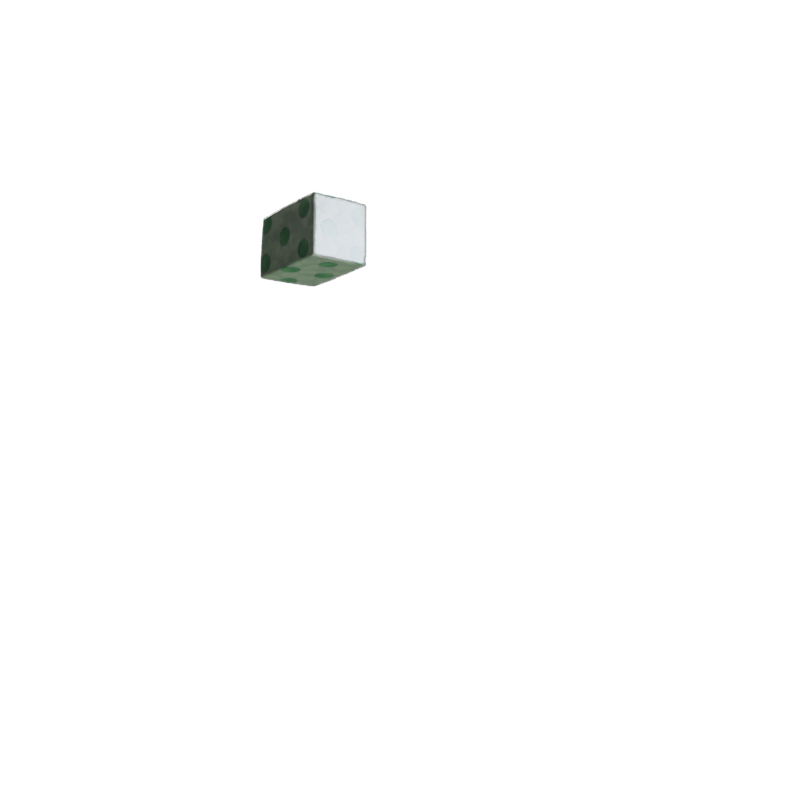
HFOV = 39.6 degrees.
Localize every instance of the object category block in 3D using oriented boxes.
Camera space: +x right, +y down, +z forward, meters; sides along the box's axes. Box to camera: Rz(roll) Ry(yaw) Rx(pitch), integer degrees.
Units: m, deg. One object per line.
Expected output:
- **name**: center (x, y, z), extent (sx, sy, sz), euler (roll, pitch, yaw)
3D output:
- **block**: center (-0.069, -0.126, 0.881), extent (0.050, 0.053, 0.079), euler (10, -16, -36)
